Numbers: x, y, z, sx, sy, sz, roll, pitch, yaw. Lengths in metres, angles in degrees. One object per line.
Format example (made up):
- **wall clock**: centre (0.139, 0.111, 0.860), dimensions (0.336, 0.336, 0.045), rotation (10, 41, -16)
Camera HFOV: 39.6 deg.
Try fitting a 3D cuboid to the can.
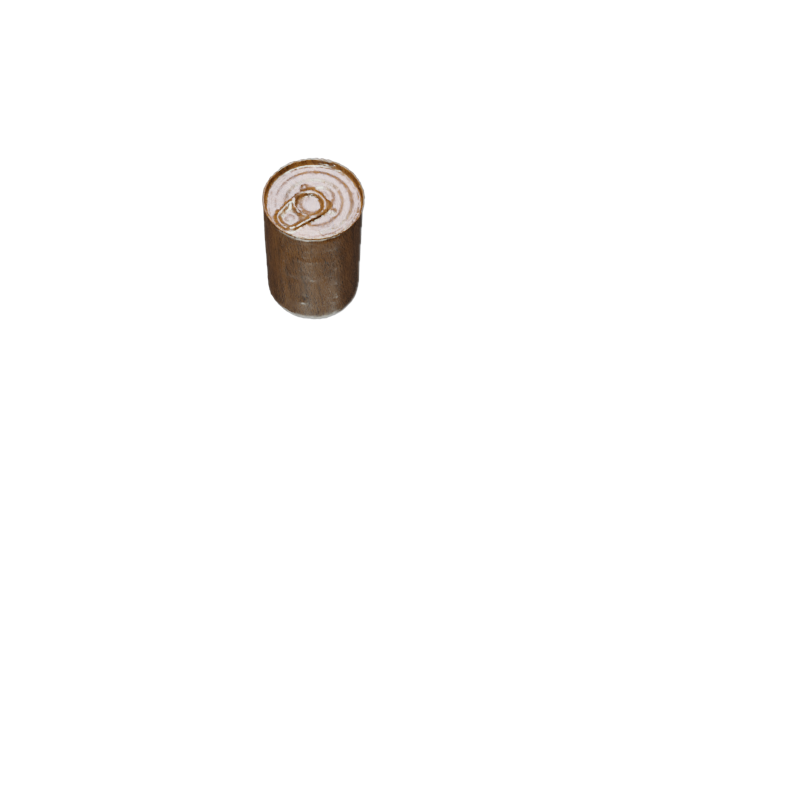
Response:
- **can**: centre (-0.060, -0.110, 0.771), dimensions (0.068, 0.073, 0.096), rotation (0, -31, -3)
